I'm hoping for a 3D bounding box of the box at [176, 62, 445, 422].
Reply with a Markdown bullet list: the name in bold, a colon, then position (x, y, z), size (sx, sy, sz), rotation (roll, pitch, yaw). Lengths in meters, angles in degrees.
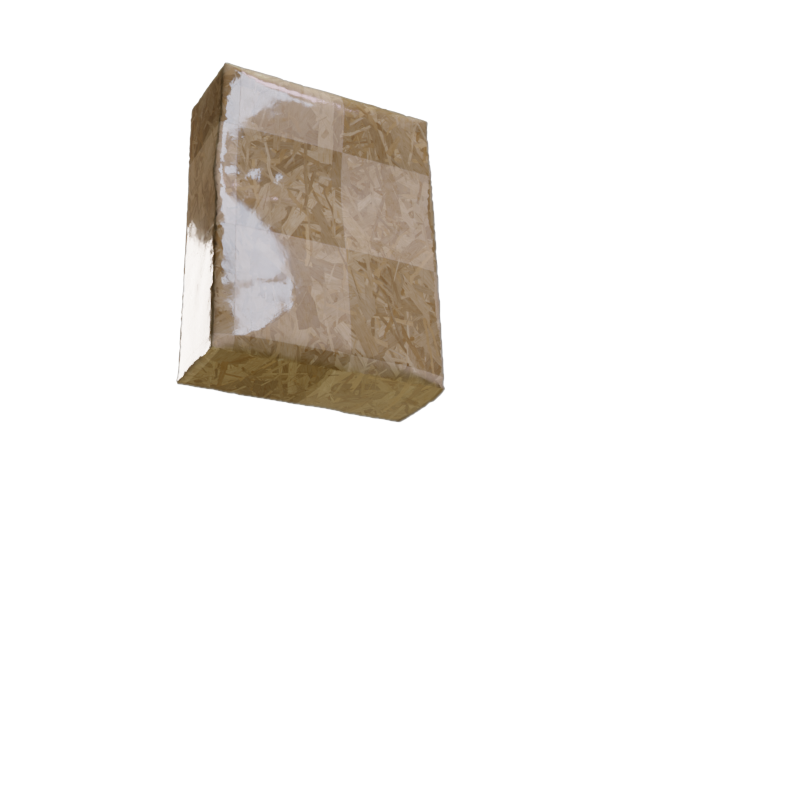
- **box**: position (-0.058, -0.106, 0.743), size (0.158, 0.227, 0.070), rotation (11, -30, -24)
